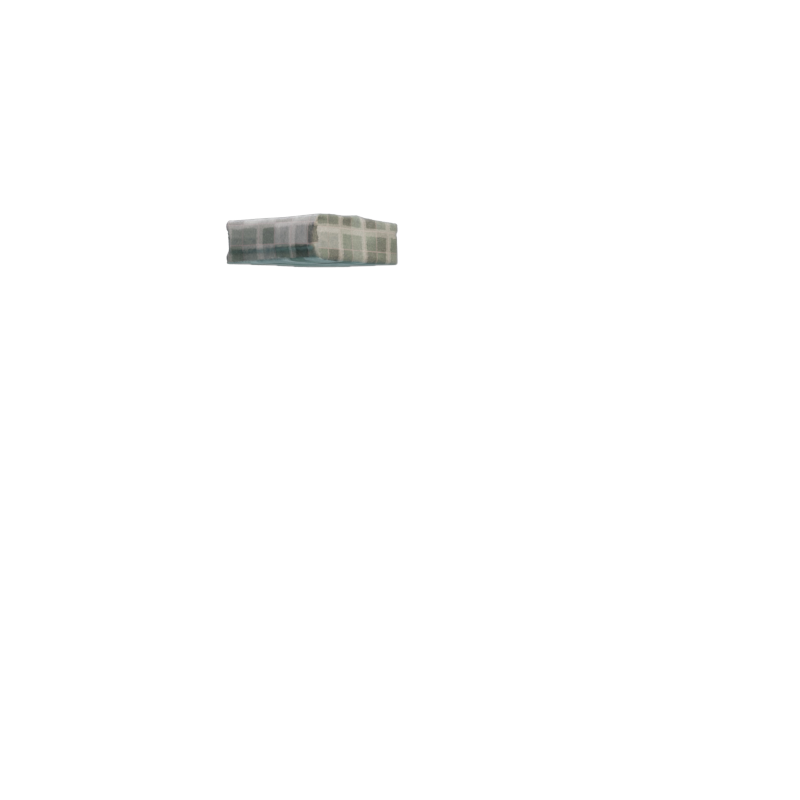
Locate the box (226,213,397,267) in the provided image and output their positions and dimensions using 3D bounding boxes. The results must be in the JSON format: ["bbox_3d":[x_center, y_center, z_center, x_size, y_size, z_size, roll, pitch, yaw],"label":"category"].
[{"bbox_3d":[-0.055,-0.101,0.705,0.076,0.030,0.086,2,3,35],"label":"box"}]
